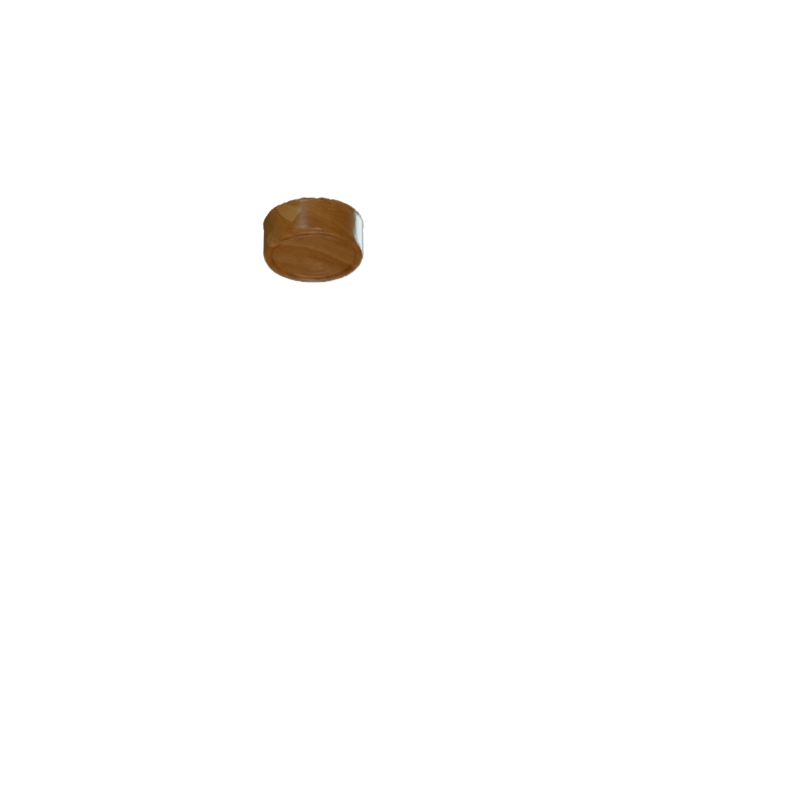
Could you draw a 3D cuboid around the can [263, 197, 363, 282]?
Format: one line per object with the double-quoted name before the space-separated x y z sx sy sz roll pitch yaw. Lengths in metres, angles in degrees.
"can" -0.073 -0.134 0.935 0.086 0.036 0.081 1 -27 -2
